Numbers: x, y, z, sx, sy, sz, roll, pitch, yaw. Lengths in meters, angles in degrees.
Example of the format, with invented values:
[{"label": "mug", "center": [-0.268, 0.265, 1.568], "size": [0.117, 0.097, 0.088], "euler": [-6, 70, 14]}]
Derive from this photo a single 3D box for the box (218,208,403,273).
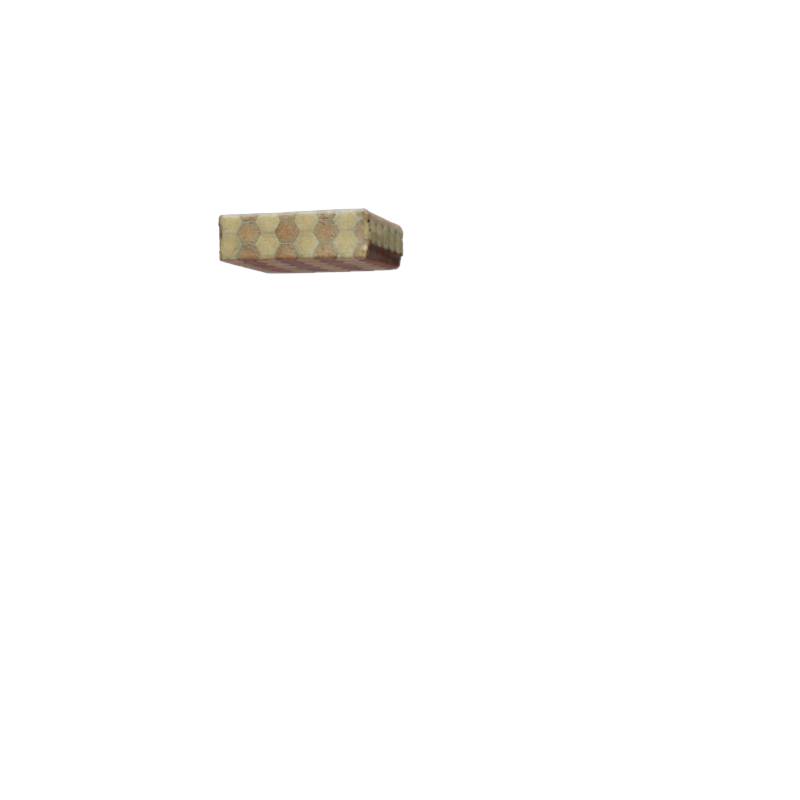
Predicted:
[{"label": "box", "center": [-0.050, -0.091, 0.640], "size": [0.091, 0.030, 0.071], "euler": [0, 0, 18]}]
